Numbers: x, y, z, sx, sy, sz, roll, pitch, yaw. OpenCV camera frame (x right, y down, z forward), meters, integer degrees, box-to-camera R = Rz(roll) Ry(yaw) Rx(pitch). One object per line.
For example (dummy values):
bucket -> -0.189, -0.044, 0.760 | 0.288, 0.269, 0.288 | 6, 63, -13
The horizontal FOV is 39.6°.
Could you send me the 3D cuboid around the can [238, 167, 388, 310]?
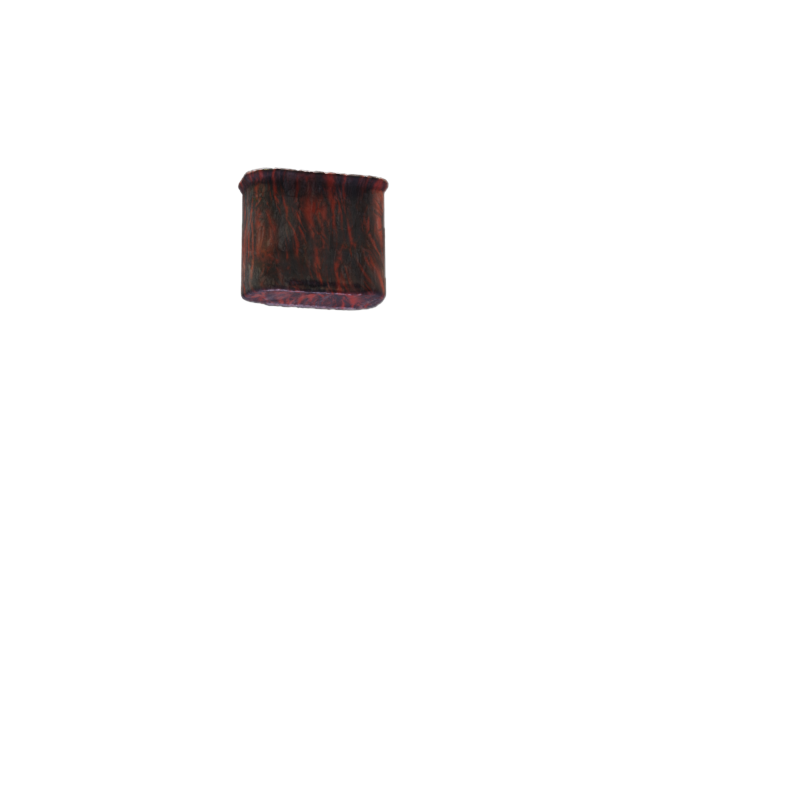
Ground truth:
can -> -0.059, -0.108, 0.758 | 0.100, 0.087, 0.057 | 3, -13, -16
